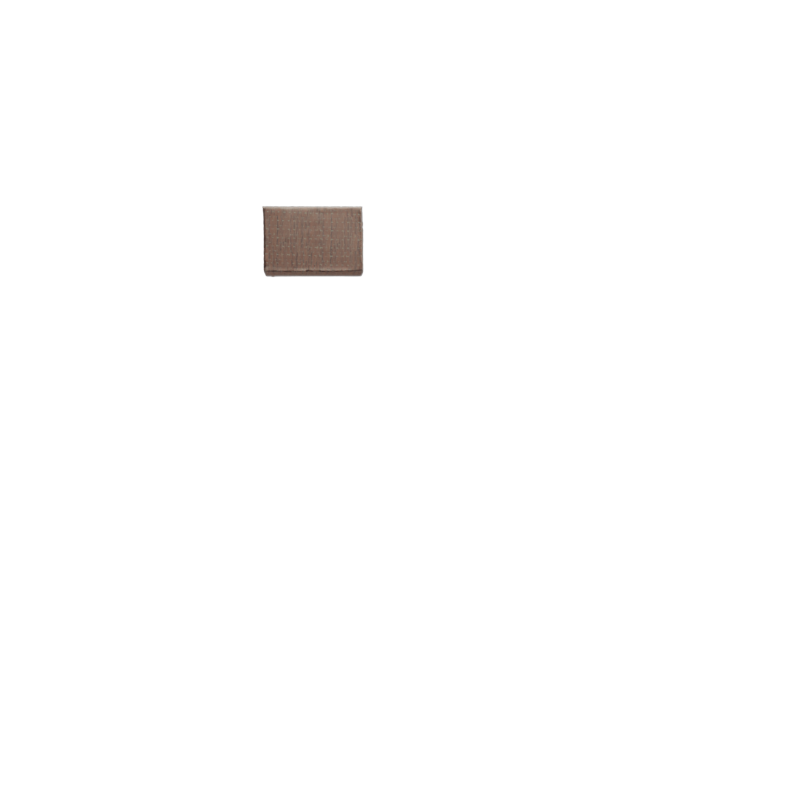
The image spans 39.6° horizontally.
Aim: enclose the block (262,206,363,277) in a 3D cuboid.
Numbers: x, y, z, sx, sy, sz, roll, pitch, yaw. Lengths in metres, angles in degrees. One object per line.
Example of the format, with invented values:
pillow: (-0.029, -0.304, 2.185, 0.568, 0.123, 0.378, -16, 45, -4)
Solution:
block: (-0.067, -0.122, 0.857, 0.078, 0.052, 0.052, 0, -2, -2)
